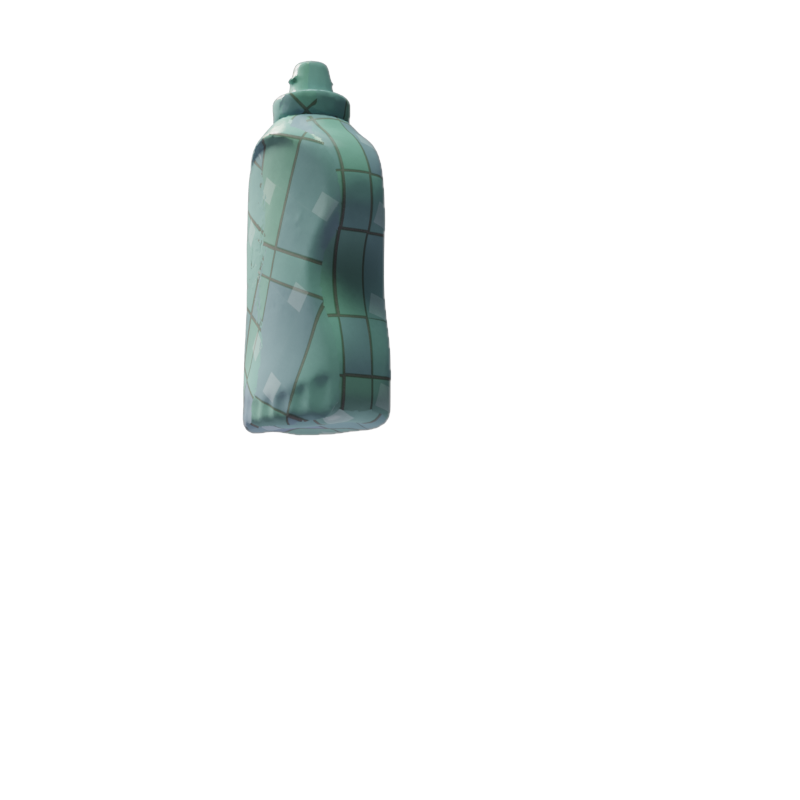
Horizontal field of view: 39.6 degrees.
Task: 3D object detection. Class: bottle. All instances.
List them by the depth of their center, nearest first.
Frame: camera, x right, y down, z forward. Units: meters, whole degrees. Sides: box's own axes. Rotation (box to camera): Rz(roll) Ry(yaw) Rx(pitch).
[{"bbox_3d":[-0.045,-0.081,0.567,0.056,0.198,0.097,7,-14,-31],"label":"bottle"}]
